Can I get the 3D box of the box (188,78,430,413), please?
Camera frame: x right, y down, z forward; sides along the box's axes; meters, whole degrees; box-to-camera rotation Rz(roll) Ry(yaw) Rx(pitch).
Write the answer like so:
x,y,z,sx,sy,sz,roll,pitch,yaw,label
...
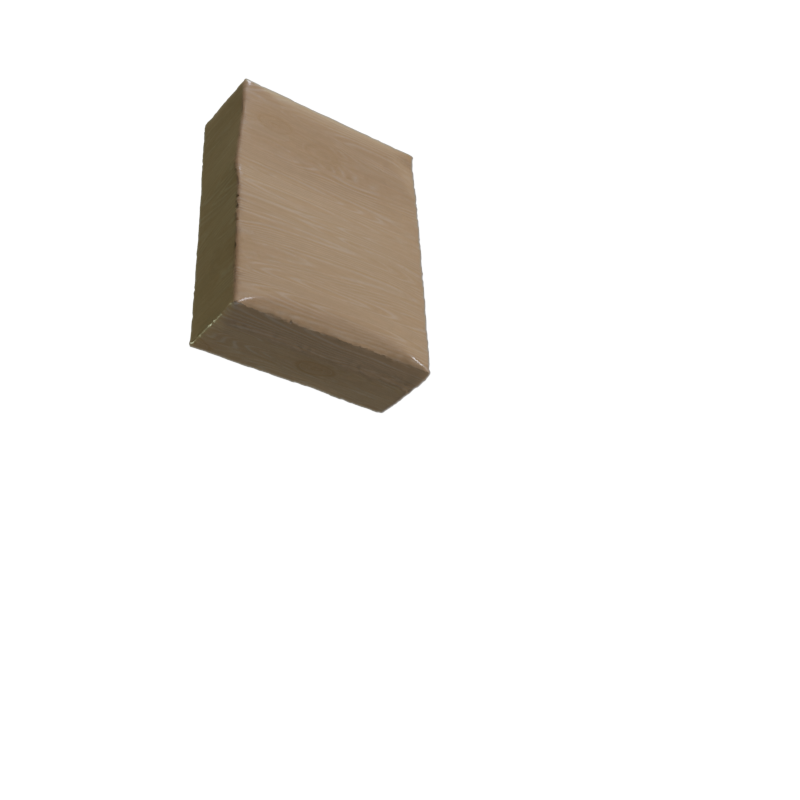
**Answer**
x,y,z,sx,sy,sz,roll,pitch,yaw,label
-0.064,-0.117,0.818,0.156,0.229,0.070,20,-42,-28,box
